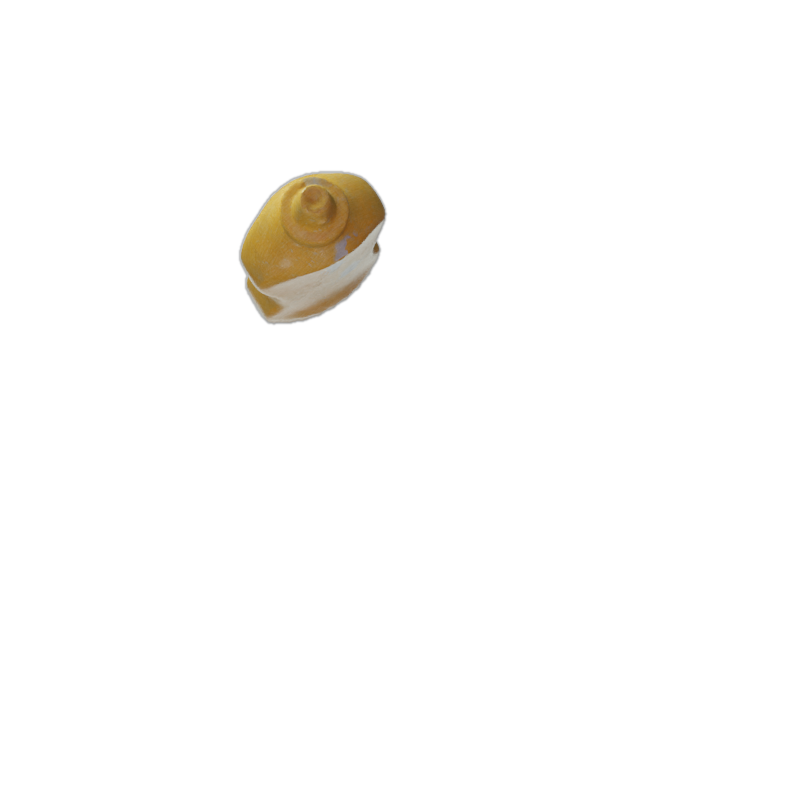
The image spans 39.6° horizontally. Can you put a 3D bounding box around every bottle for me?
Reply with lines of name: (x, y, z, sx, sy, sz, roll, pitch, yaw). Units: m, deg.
bottle: (-0.055, -0.101, 0.712, 0.096, 0.060, 0.187, -29, -5, -7)
